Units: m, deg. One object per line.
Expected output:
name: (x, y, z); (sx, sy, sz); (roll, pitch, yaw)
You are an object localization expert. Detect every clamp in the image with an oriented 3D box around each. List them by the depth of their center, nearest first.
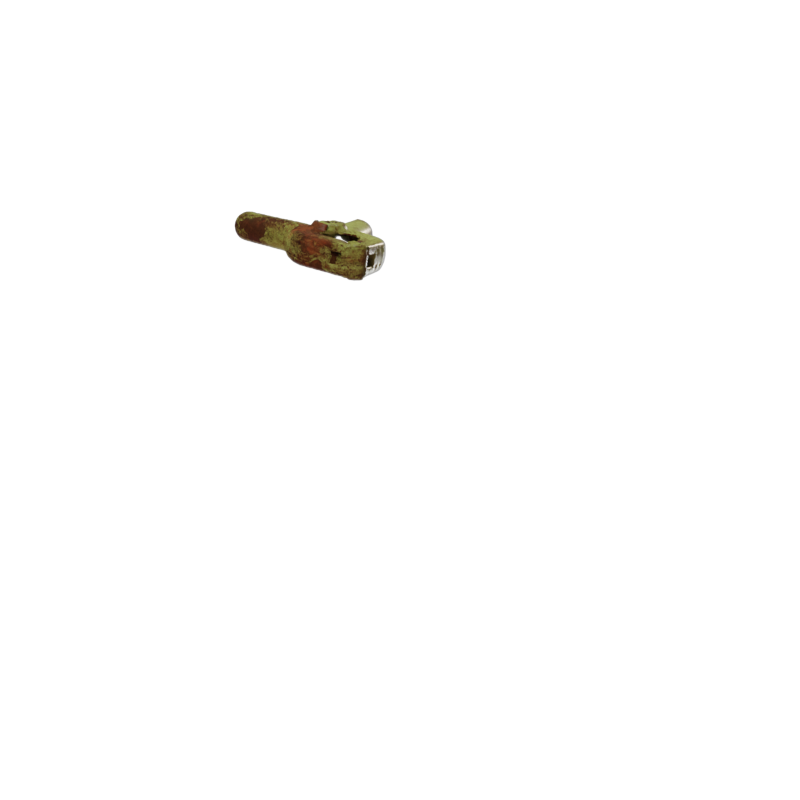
clamp: (-0.070, -0.127, 0.890); (0.119, 0.038, 0.178); (-2, 14, -9)
